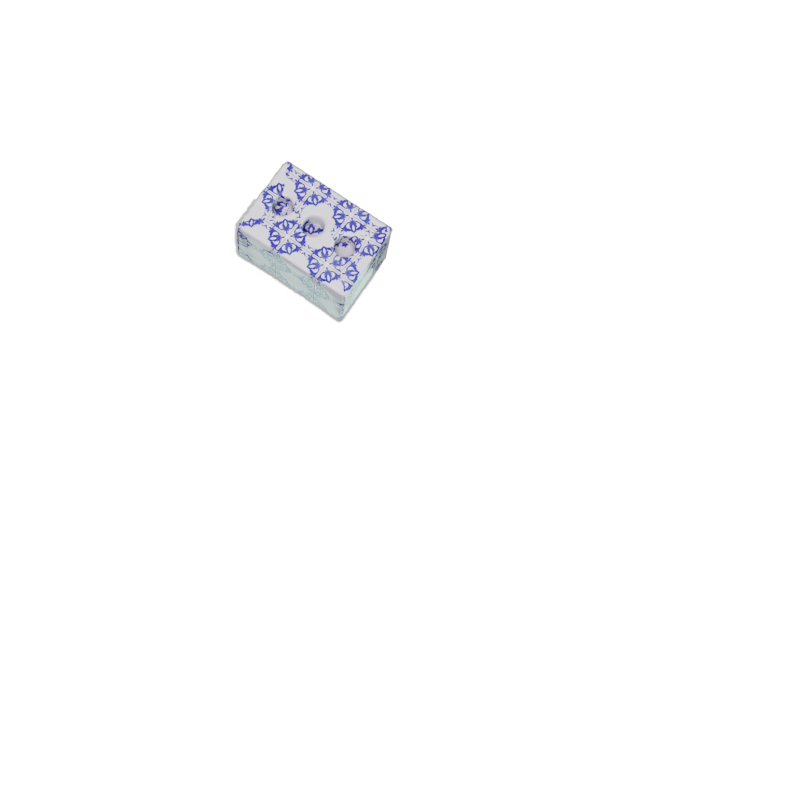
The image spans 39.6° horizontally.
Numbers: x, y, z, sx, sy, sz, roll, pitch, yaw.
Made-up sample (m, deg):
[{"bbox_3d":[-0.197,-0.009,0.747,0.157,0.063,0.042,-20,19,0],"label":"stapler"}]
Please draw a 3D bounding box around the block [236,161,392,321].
[{"bbox_3d":[-0.051,-0.094,0.658,0.080,0.054,0.049,33,-16,10],"label":"block"}]
